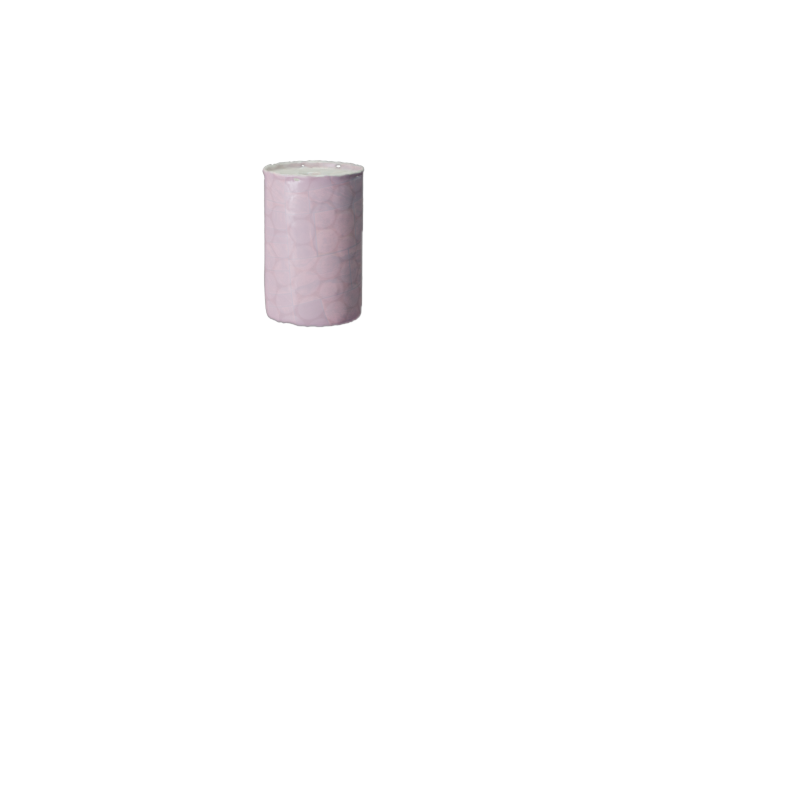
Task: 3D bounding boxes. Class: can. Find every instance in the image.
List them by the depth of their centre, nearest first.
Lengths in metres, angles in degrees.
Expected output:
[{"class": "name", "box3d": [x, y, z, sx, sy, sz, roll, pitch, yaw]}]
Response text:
[{"class": "can", "box3d": [-0.059, -0.107, 0.750, 0.068, 0.099, 0.071, 0, 14, -2]}]
